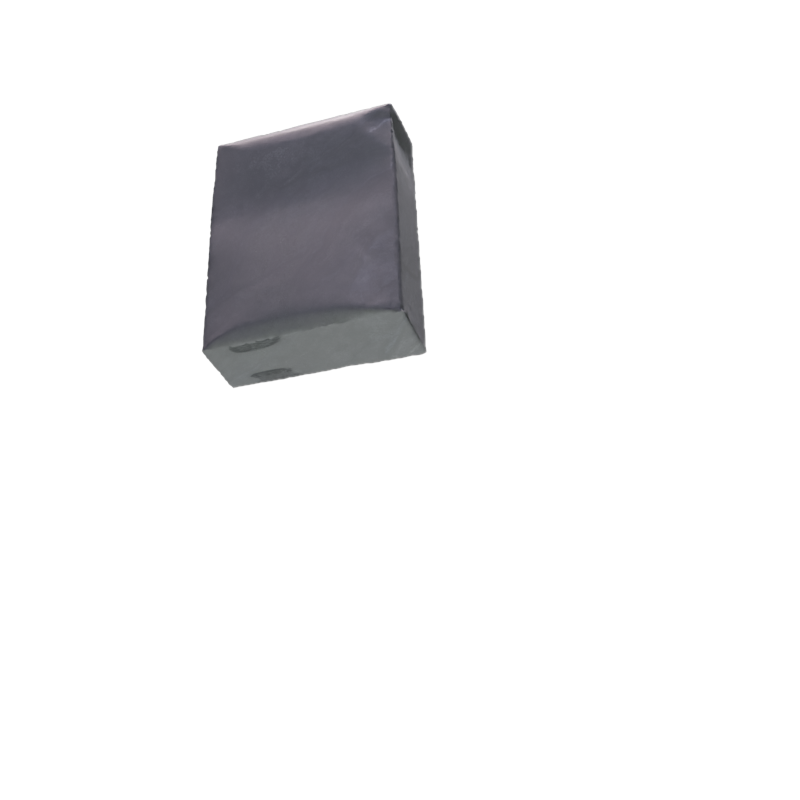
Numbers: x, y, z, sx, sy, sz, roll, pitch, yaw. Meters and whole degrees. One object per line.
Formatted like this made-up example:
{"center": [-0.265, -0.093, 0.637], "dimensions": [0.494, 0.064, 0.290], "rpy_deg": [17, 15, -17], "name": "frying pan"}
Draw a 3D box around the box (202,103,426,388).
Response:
{"center": [-0.071, -0.129, 0.906], "dimensions": [0.166, 0.228, 0.066], "rpy_deg": [-11, -34, 14], "name": "box"}
